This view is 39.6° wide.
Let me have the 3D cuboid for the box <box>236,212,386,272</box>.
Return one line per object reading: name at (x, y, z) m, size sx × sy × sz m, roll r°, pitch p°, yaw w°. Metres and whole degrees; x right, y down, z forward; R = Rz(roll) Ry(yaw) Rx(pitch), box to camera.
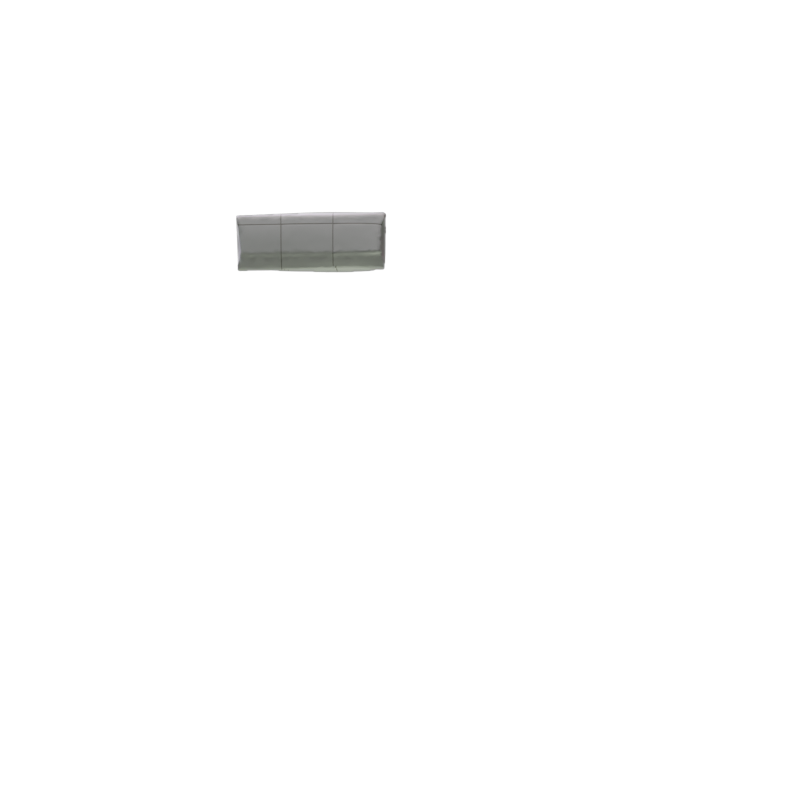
box at (-0.056, -0.101, 0.711) m, size 0.090 × 0.039 × 0.114 m, roll 0°, pitch 5°, yaw -1°
